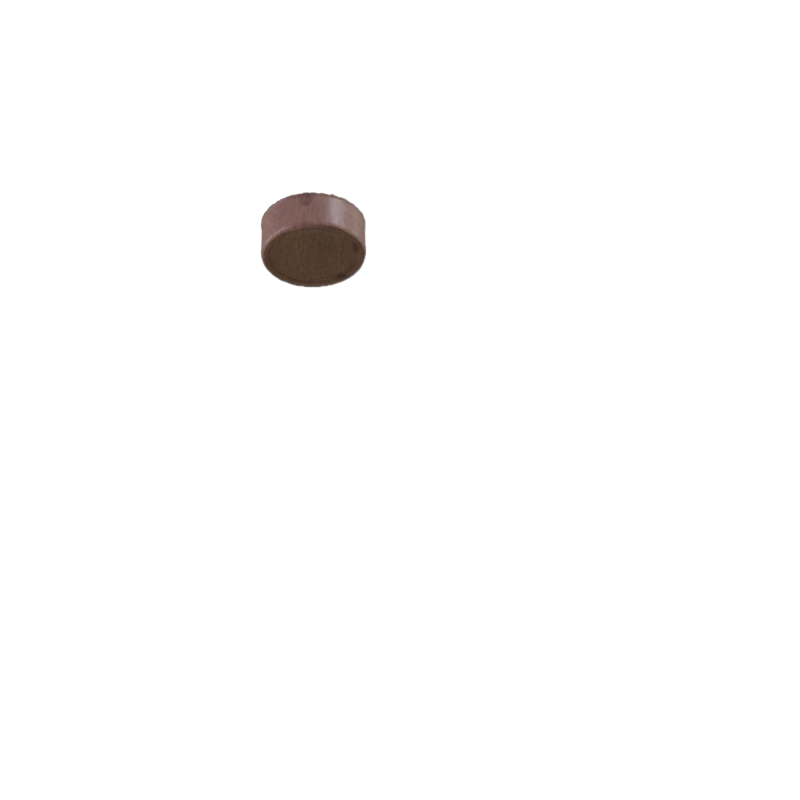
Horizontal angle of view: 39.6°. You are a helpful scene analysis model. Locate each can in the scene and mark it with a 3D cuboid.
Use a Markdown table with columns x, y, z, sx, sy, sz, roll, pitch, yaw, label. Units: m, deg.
| x | y | z | sx | sy | sz | roll | pitch | yaw | label |
| --- | --- | --- | --- | --- | --- | --- | --- | --- | --- |
| -0.070 | -0.128 | 0.894 | 0.086 | 0.036 | 0.080 | 1 | -33 | -2 | can |
